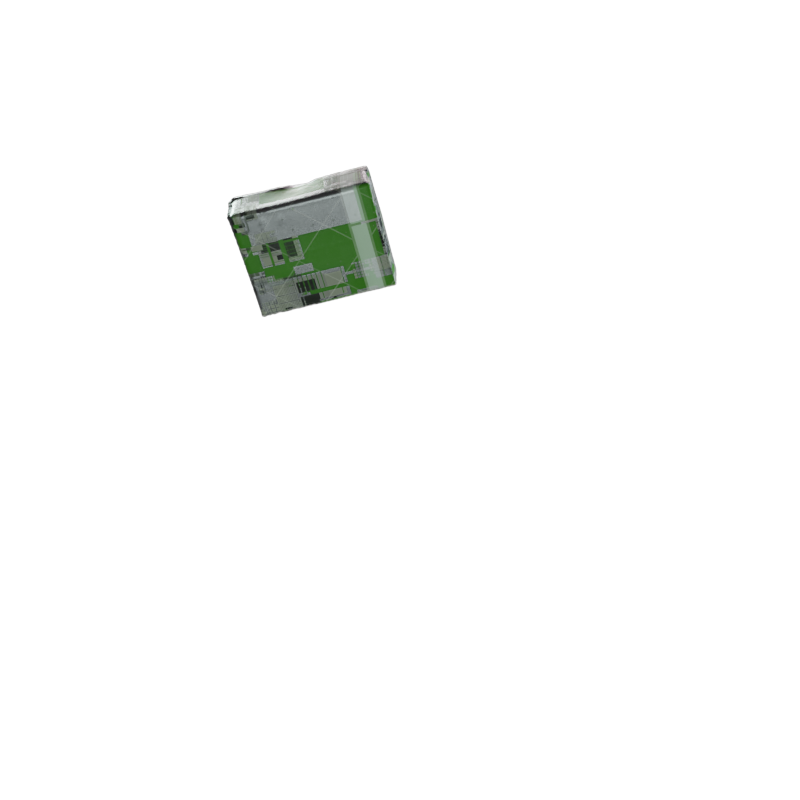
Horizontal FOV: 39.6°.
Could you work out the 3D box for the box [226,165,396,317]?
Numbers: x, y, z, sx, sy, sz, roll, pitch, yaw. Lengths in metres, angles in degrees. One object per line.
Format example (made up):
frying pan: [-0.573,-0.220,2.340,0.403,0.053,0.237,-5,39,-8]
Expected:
box: [-0.053,-0.097,0.680,0.090,0.068,0.032,-12,31,7]
